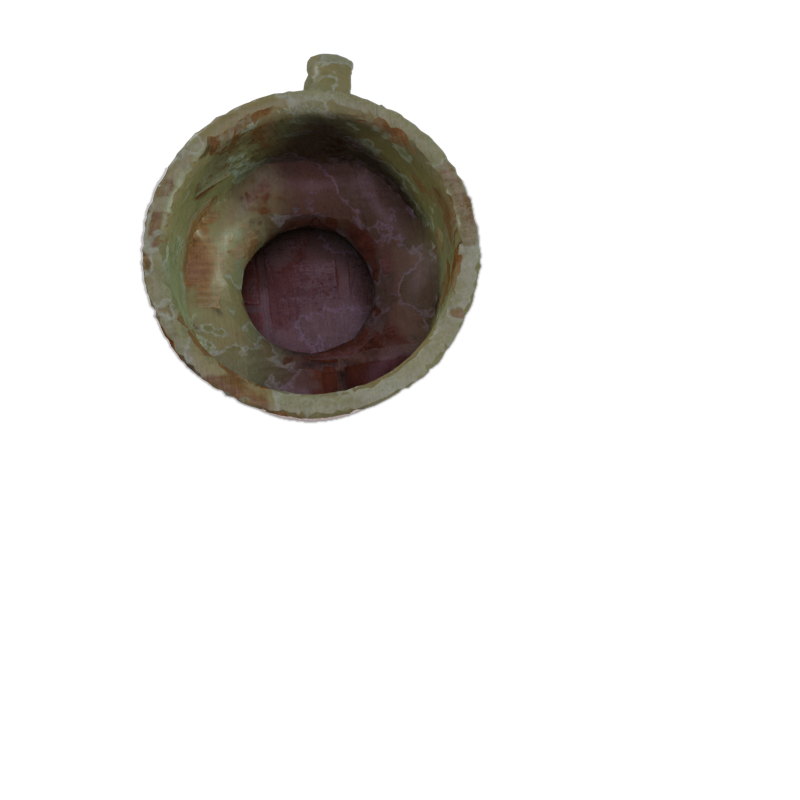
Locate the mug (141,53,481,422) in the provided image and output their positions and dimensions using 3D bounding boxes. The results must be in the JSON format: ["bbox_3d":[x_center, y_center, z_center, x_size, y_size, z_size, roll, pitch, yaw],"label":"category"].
[{"bbox_3d":[-0.027,-0.049,0.345,0.093,0.121,0.079,2,-12,-1],"label":"mug"}]
